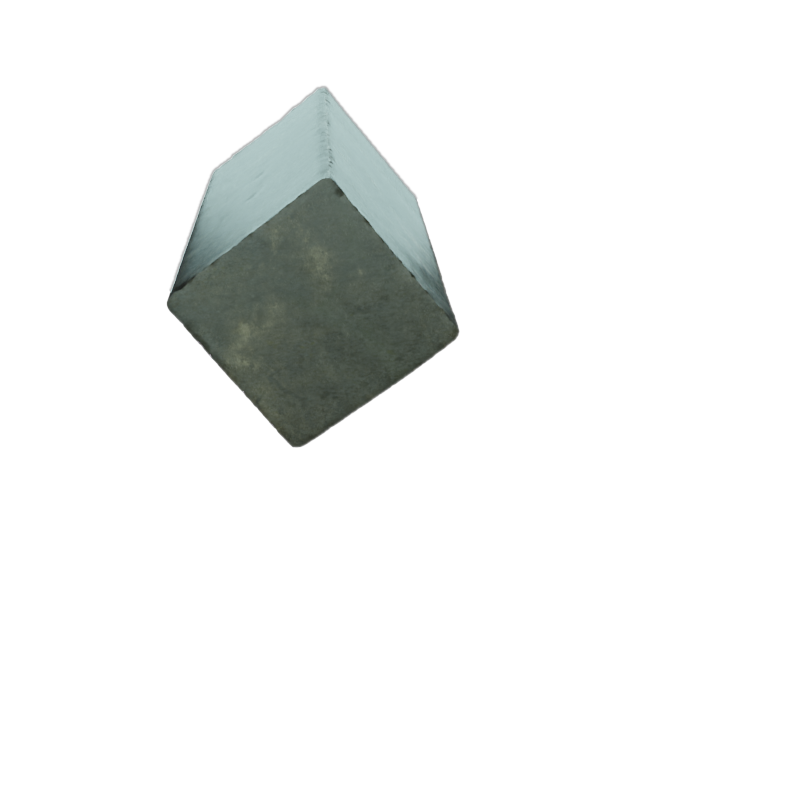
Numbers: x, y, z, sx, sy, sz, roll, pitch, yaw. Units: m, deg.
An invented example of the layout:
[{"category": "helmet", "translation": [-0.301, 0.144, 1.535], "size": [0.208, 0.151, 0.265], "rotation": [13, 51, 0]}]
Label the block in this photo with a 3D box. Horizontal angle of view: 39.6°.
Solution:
[{"category": "block", "translation": [-0.044, -0.078, 0.553], "size": [0.090, 0.087, 0.217], "rotation": [-36, 22, 12]}]
